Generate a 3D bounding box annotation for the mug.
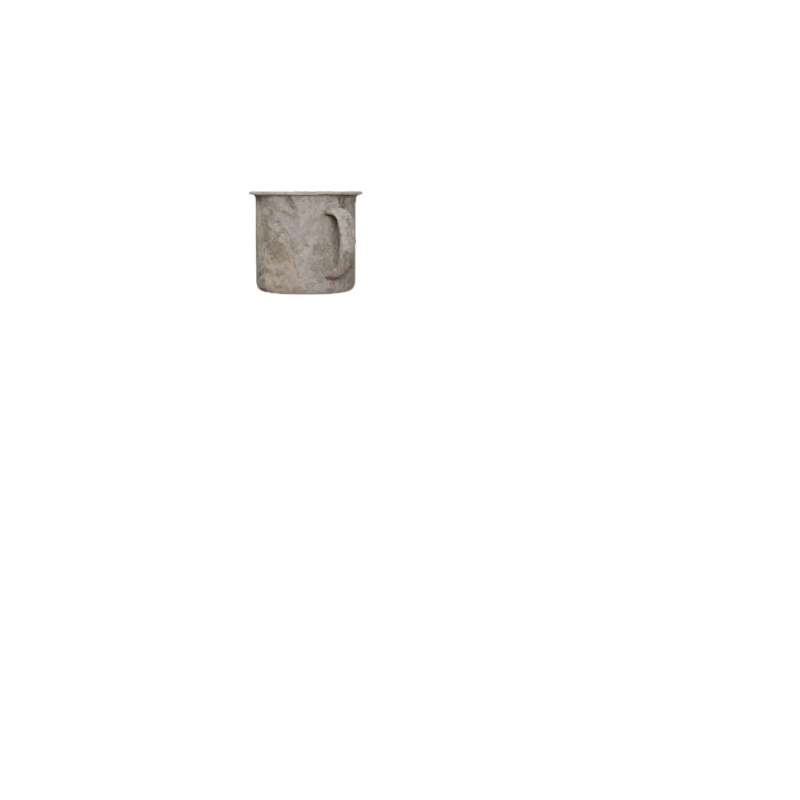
[{"bbox_3d":[-0.070,-0.128,0.896,0.090,0.081,0.123,-5,10,-34],"label":"mug"}]
